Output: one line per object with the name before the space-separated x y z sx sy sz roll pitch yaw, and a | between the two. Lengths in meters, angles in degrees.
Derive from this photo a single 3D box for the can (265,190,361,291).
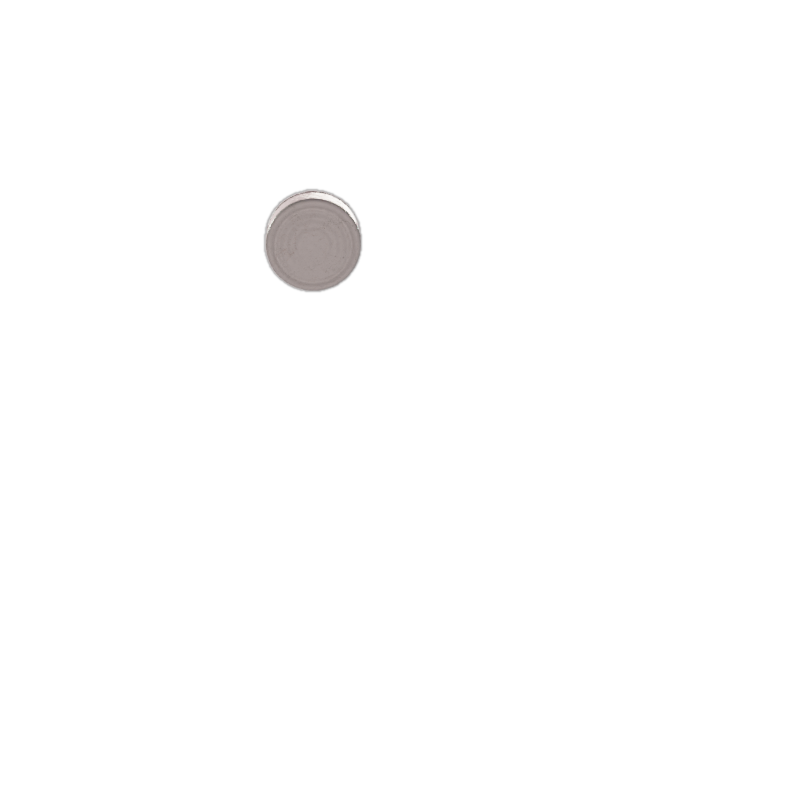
can | -0.077 -0.140 0.982 0.086 0.083 0.035 0 17 -1
